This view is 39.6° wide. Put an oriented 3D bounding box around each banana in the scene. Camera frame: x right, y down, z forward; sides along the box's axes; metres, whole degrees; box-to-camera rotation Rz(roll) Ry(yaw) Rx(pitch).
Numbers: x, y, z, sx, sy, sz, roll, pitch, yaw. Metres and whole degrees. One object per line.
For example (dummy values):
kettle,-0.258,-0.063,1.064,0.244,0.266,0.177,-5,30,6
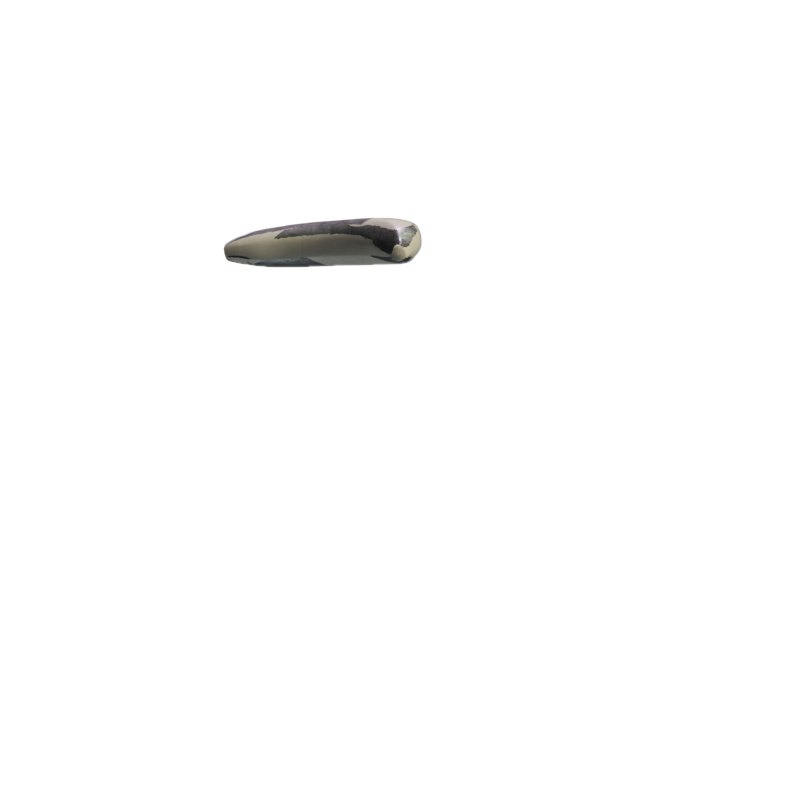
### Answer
banana,-0.052,-0.123,0.863,0.206,0.037,0.067,5,6,43
